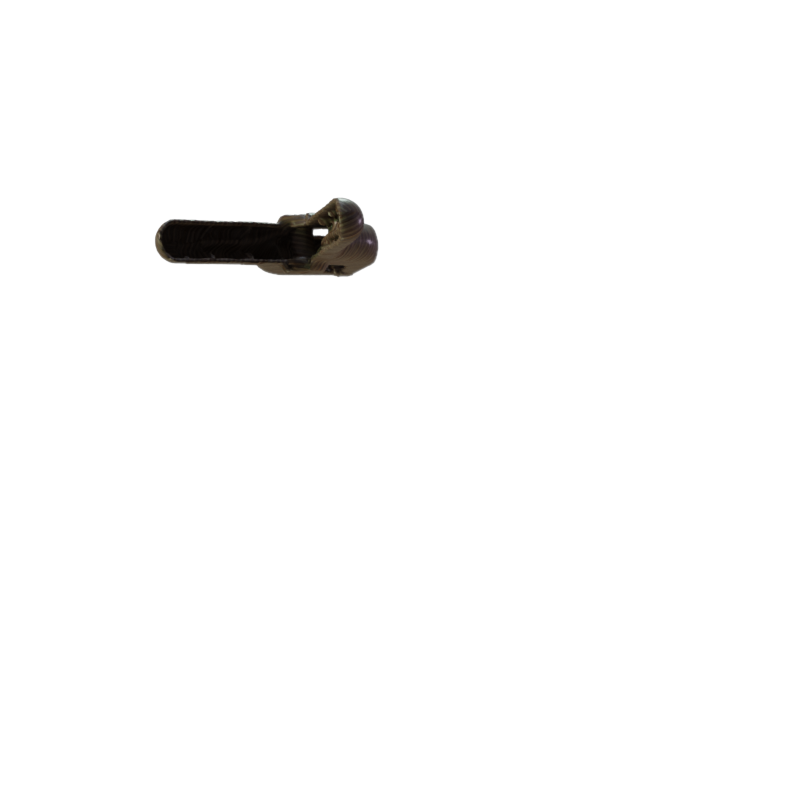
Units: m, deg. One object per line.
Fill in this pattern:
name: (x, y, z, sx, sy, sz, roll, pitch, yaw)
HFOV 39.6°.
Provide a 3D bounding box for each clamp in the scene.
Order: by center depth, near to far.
clamp: (-0.052, -0.095, 0.665, 0.124, 0.039, 0.166, 2, 5, 26)
